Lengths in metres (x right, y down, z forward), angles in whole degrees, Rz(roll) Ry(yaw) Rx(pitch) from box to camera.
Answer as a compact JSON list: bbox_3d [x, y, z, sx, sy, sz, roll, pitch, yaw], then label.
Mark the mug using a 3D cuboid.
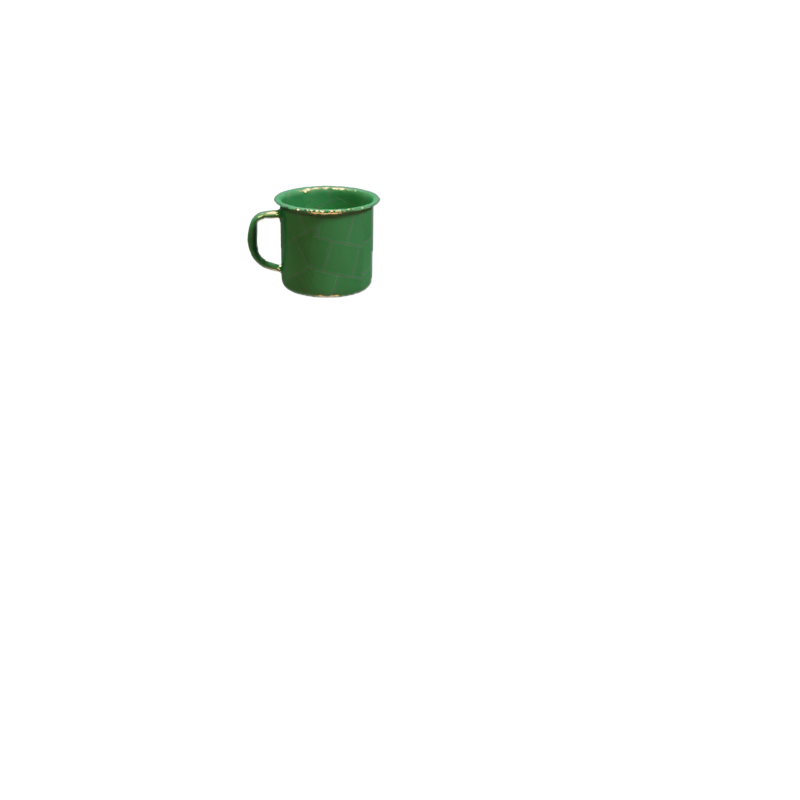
[{"bbox_3d":[-0.077,-0.140,0.984,0.117,0.078,0.097,0,20,-2],"label":"mug"}]
